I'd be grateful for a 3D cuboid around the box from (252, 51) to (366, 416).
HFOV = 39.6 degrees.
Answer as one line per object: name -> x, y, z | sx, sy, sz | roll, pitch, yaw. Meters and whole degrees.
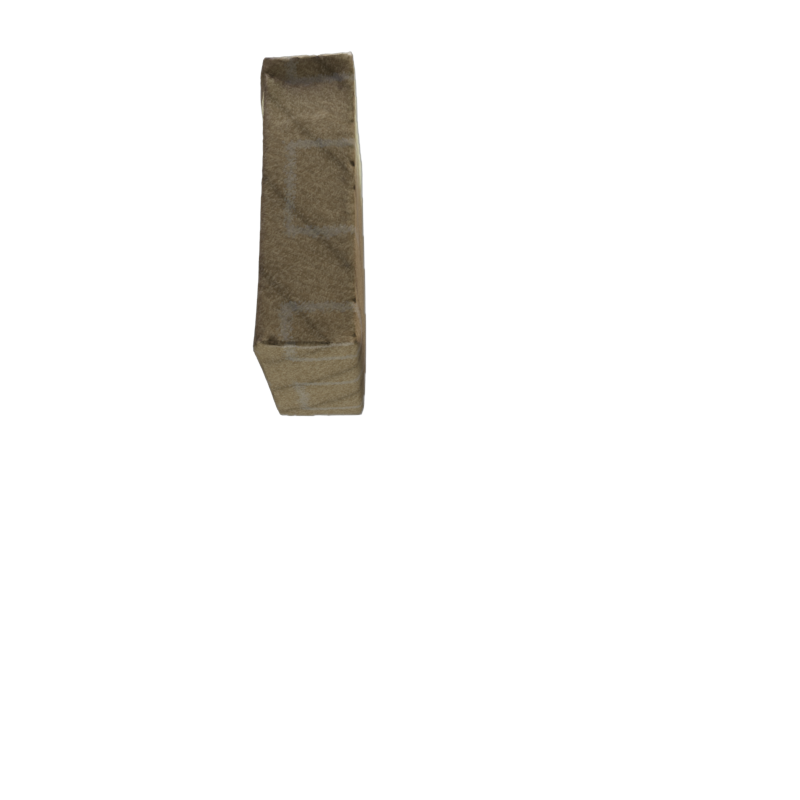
box -> -0.062, -0.112, 0.788 | 0.072, 0.225, 0.156 | -2, -21, 0
